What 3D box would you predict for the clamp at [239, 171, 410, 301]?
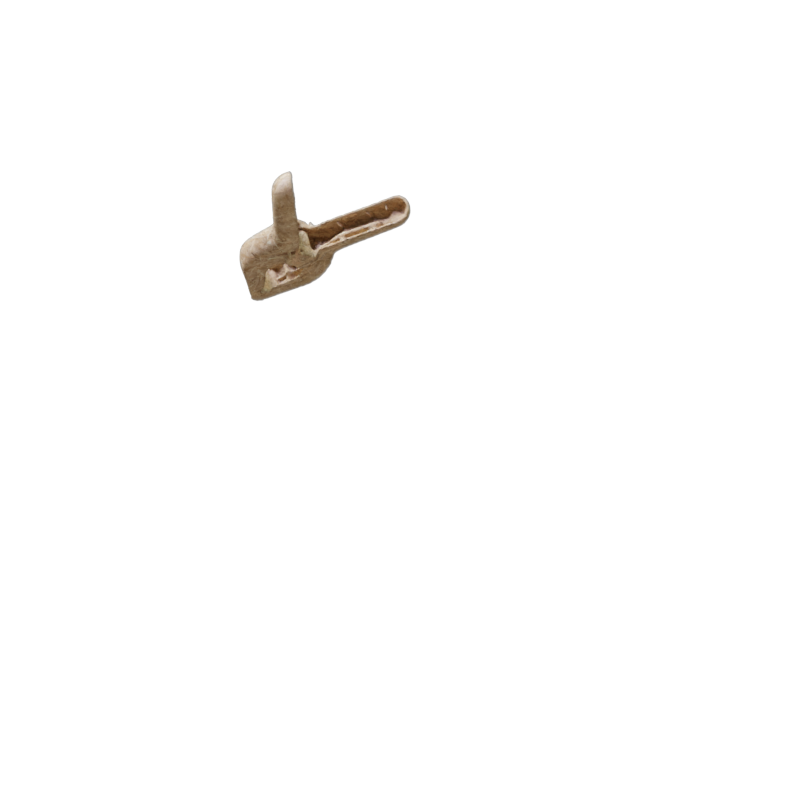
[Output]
[{"bbox_3d":[-0.072,-0.131,0.918,0.116,0.041,0.167,10,-25,-22],"label":"clamp"}]
